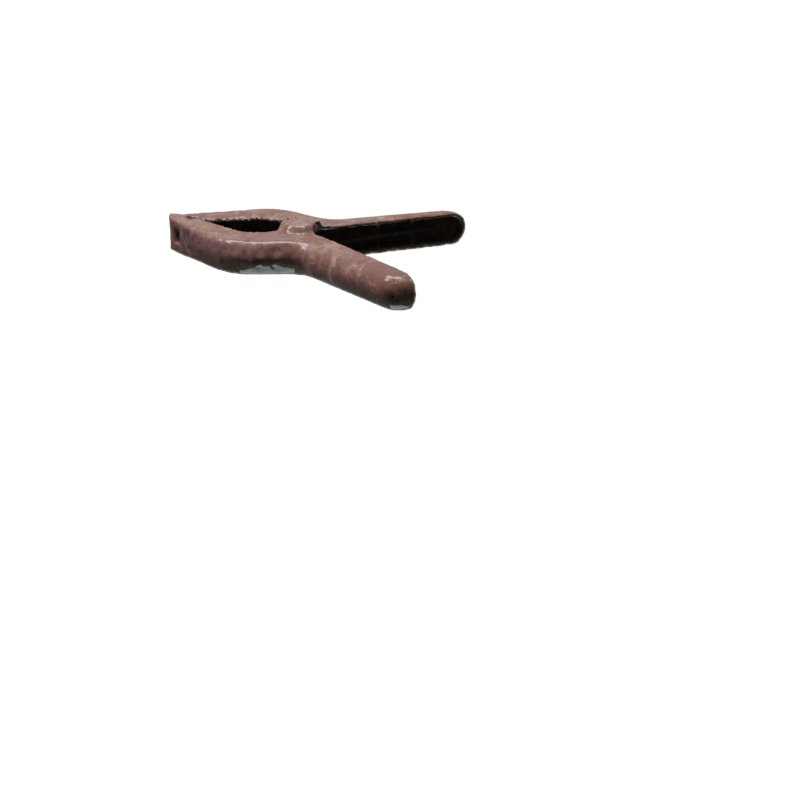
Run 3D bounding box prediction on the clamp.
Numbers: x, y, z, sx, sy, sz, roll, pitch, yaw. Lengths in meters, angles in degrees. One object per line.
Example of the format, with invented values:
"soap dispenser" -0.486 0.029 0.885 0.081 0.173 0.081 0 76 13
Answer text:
"clamp" -0.061 -0.112 0.785 0.218 0.035 0.166 10 25 22
